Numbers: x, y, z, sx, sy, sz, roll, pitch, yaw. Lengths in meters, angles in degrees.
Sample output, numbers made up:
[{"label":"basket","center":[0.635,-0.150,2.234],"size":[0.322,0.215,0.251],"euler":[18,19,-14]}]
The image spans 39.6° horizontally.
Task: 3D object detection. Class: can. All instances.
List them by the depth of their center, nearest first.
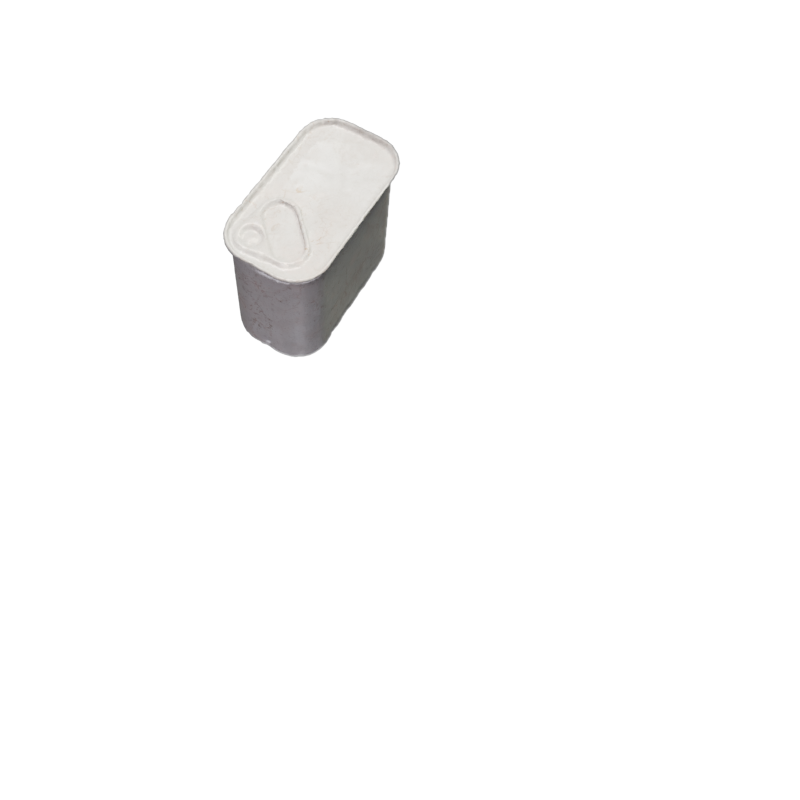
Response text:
[{"label":"can","center":[-0.046,-0.084,0.589],"size":[0.059,0.105,0.079],"euler":[27,-28,12]}]
